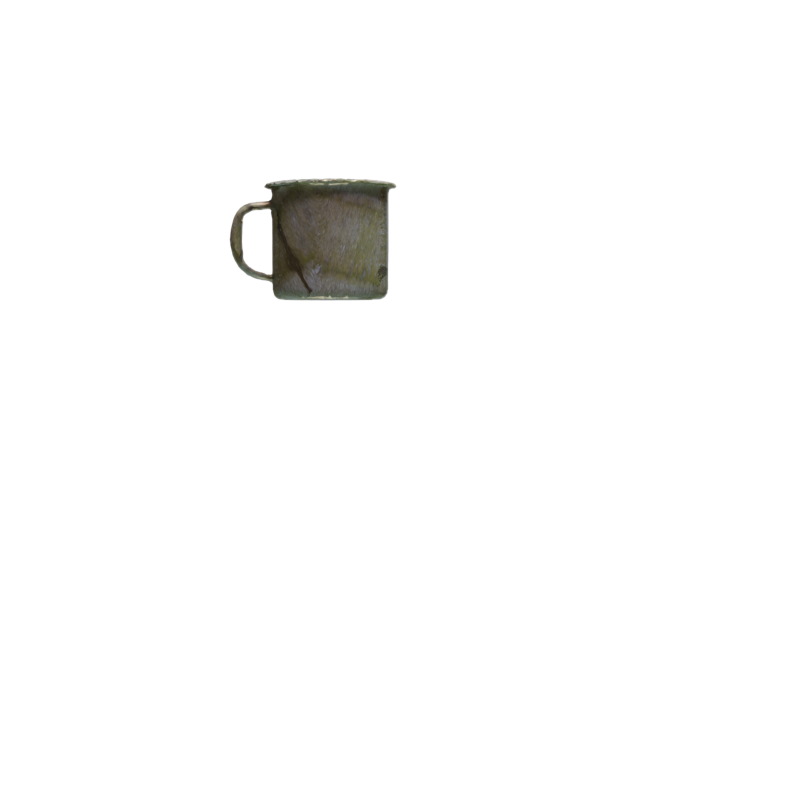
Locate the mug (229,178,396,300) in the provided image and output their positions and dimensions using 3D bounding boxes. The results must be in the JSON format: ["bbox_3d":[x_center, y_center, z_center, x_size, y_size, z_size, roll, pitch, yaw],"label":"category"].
[{"bbox_3d":[-0.061,-0.111,0.780,0.116,0.082,0.094,0,3,-7],"label":"mug"}]
